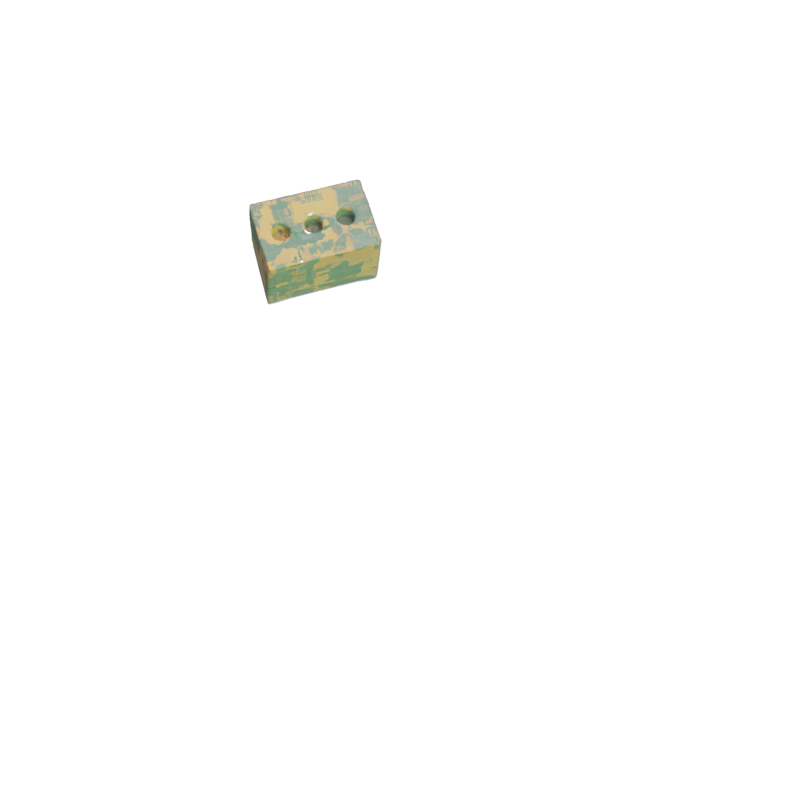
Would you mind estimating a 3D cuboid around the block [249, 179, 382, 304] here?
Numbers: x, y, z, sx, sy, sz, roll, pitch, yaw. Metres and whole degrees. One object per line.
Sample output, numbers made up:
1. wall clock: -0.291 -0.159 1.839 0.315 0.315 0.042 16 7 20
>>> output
1. block: -0.058 -0.105 0.739 0.077 0.056 0.048 -15 -23 -8
